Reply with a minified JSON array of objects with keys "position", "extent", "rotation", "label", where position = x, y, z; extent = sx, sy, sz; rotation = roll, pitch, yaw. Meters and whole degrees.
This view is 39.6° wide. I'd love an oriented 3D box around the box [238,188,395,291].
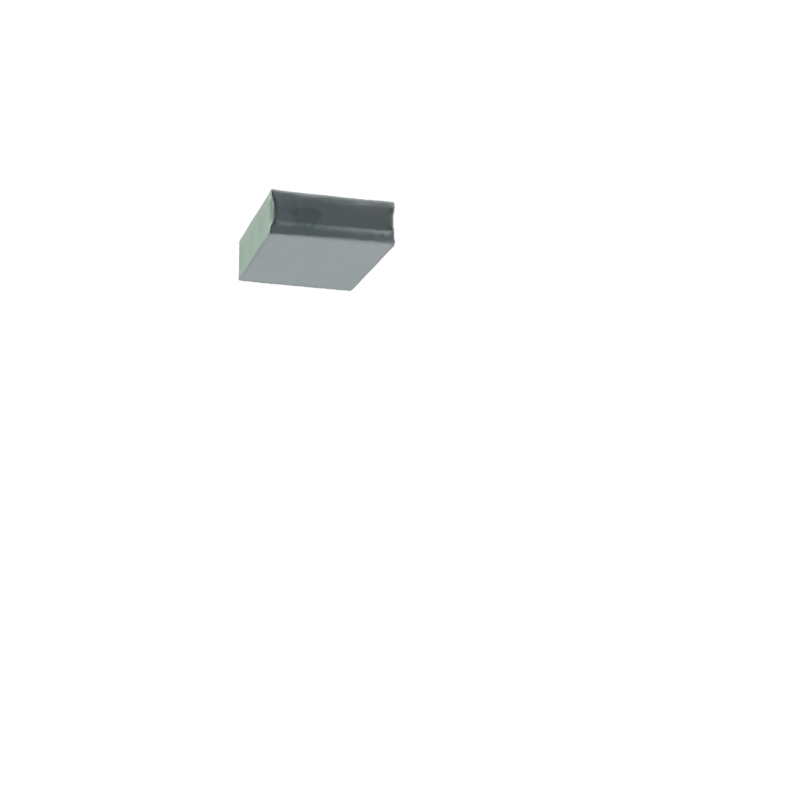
[{"position":[-0.051,-0.093,0.649],"extent":[0.071,0.031,0.088],"rotation":[4,-15,-17],"label":"box"}]
